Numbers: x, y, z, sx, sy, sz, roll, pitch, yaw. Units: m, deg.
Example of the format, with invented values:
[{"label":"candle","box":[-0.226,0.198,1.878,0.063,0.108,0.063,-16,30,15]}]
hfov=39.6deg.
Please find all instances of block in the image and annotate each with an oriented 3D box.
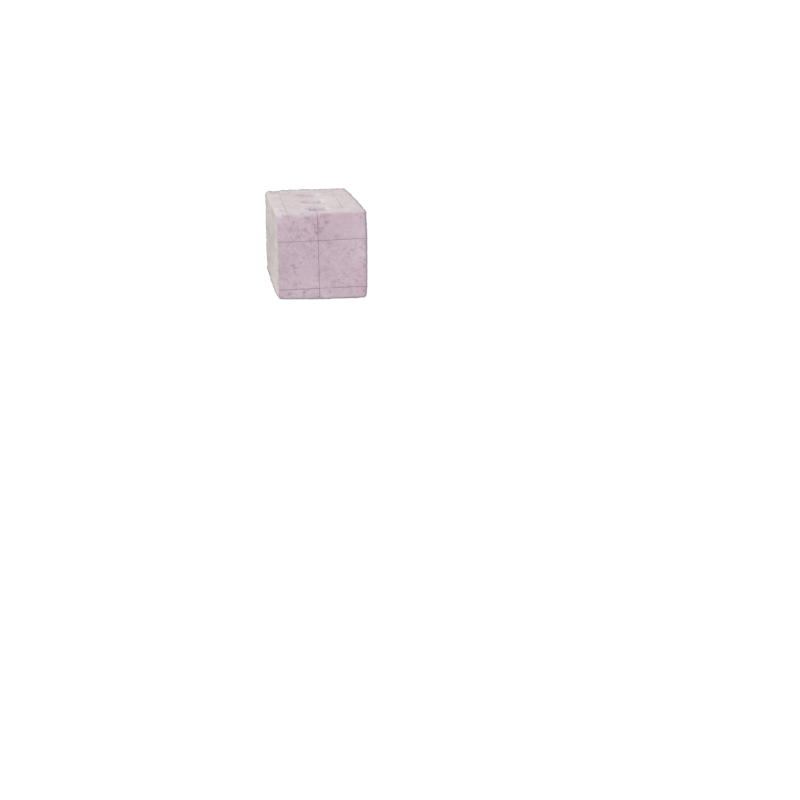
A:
[{"label":"block","box":[-0.052,-0.095,0.666,0.052,0.049,0.082,-3,19,-11]}]
